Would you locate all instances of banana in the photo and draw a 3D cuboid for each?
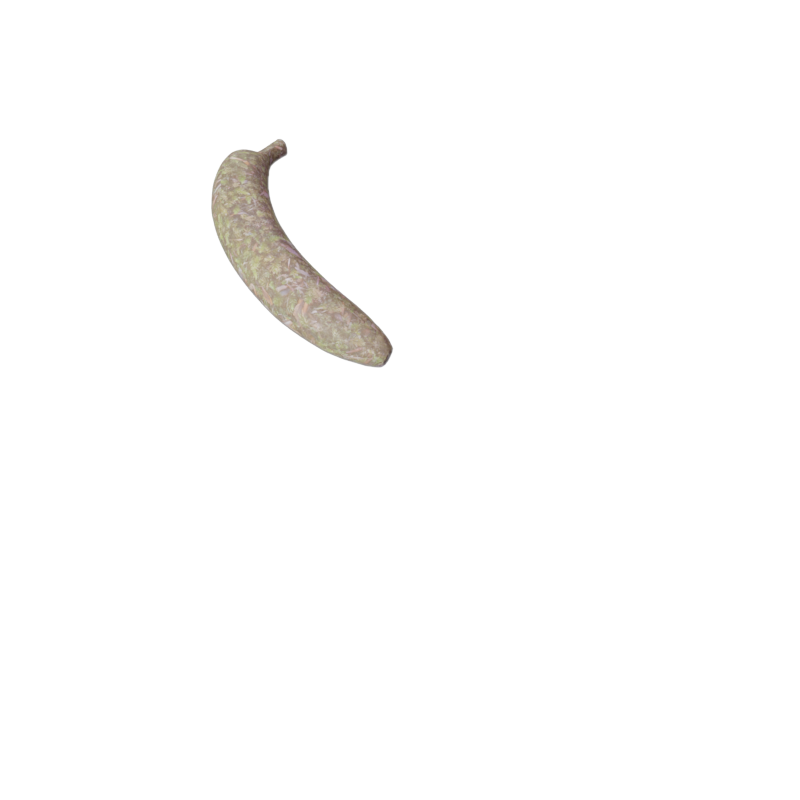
[{"bbox_3d":[-0.071,-0.094,0.670,0.069,0.214,0.034,-16,-37,-13],"label":"banana"}]
